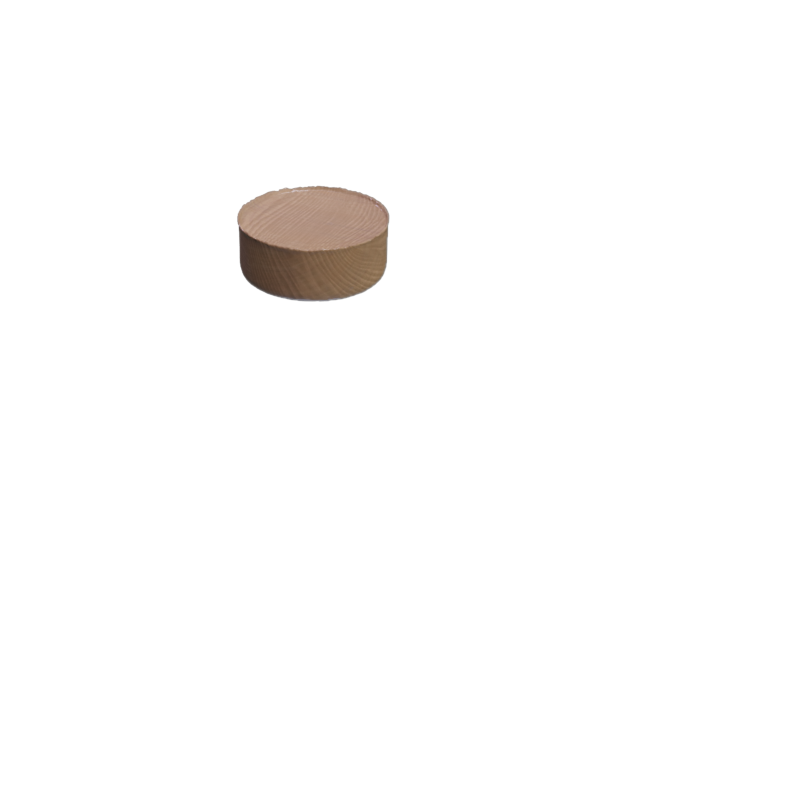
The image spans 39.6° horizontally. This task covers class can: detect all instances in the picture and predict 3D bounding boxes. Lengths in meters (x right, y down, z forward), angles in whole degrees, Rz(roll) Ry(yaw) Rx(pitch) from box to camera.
[{"bbox_3d":[-0.049,-0.090,0.630,0.086,0.032,0.091,-1,32,-2],"label":"can"}]
